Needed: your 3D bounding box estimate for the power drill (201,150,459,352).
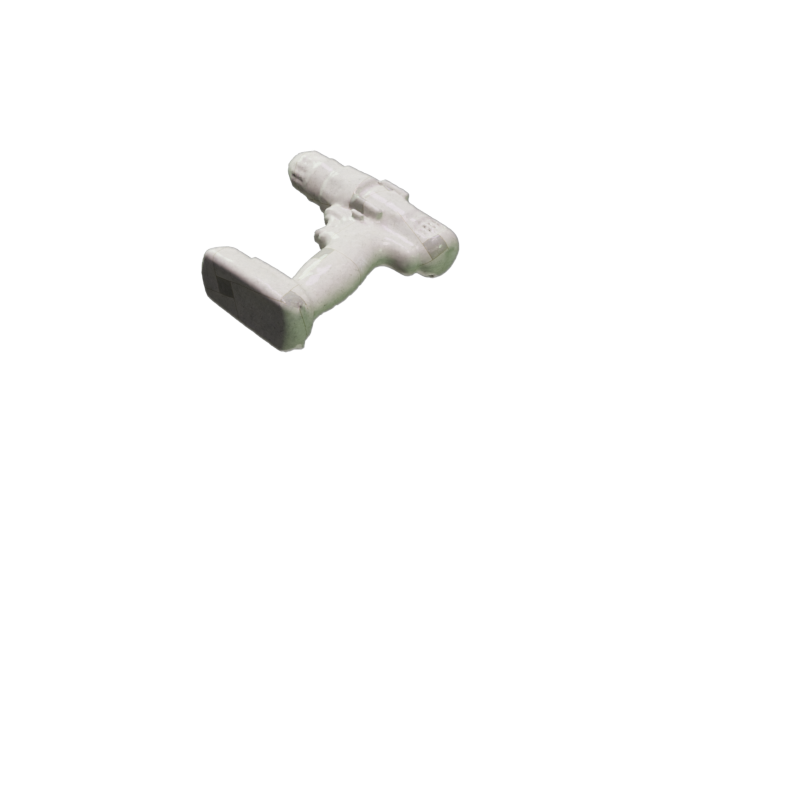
[{"bbox_3d":[-0.073,-0.132,0.926,0.196,0.053,0.189,33,53,29],"label":"power drill"}]
